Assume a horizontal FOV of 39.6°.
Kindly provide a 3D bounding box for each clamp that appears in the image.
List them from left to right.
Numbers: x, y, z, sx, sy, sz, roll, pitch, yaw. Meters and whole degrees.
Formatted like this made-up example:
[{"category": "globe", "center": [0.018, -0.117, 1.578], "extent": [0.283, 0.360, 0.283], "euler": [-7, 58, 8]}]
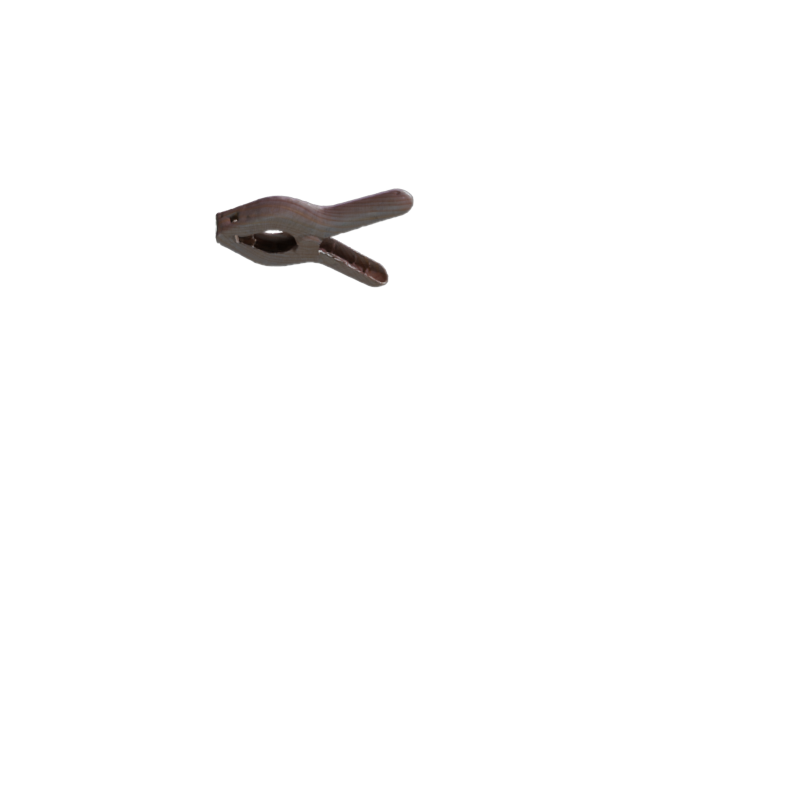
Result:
[{"category": "clamp", "center": [-0.077, -0.140, 0.984], "extent": [0.171, 0.042, 0.112], "euler": [1, -42, -1]}]
